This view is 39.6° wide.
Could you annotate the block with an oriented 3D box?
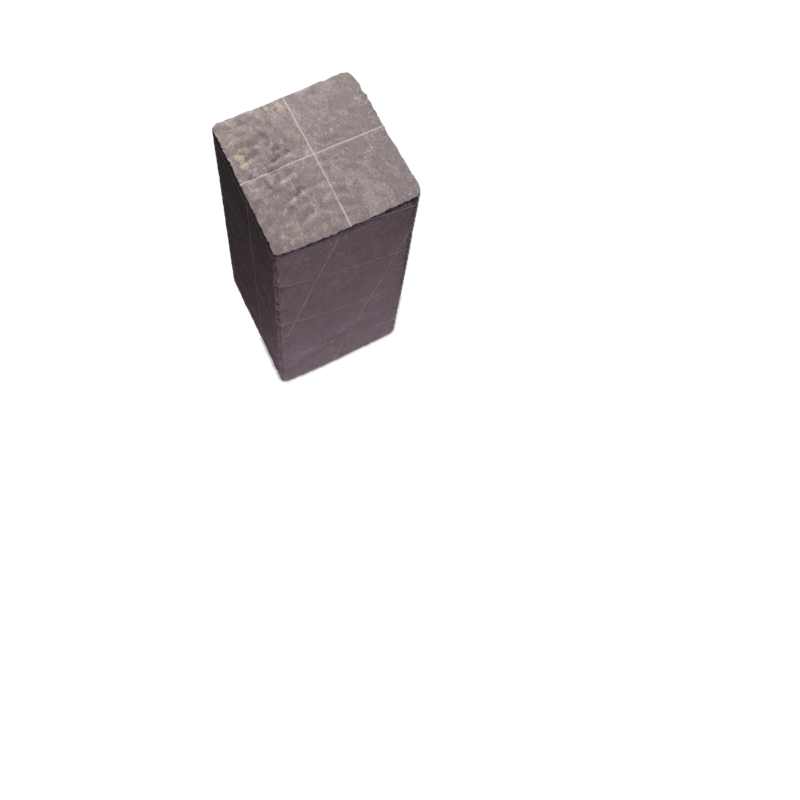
[{"bbox_3d":[-0.054,-0.099,0.694,0.090,0.096,0.196,-24,-17,-12],"label":"block"}]
